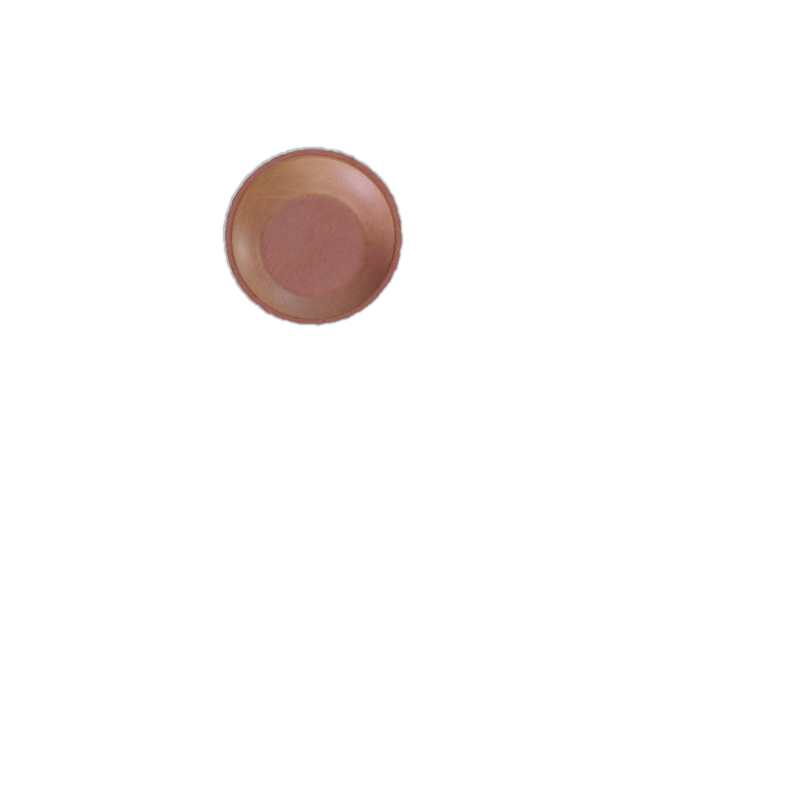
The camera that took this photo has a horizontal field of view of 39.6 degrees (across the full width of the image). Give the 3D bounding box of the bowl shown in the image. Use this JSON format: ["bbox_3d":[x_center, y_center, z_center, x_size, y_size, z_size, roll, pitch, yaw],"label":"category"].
[{"bbox_3d":[-0.077,-0.140,0.977,0.162,0.159,0.056,0,10,-1],"label":"bowl"}]
